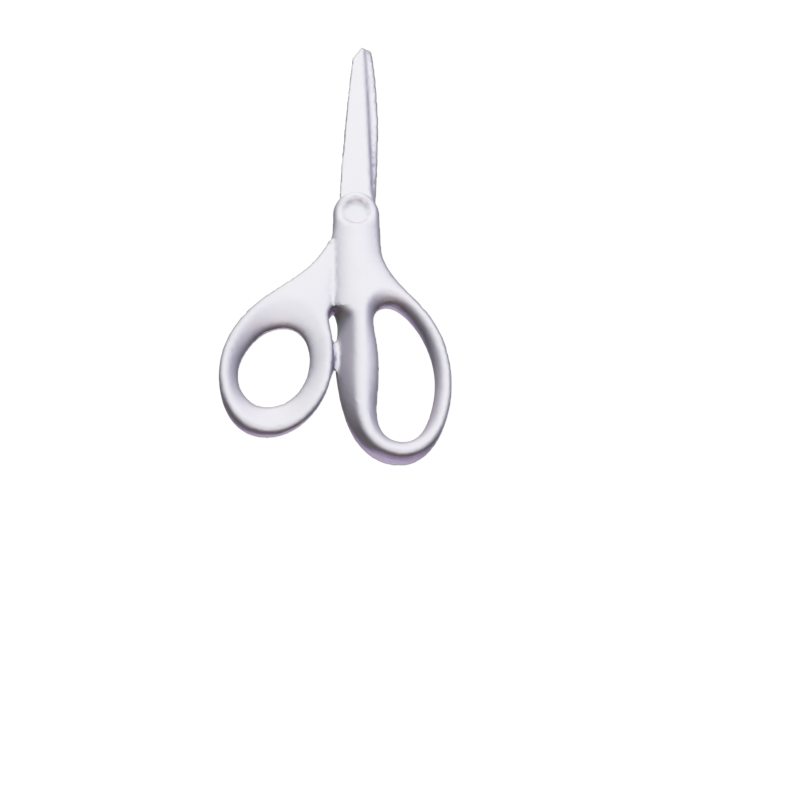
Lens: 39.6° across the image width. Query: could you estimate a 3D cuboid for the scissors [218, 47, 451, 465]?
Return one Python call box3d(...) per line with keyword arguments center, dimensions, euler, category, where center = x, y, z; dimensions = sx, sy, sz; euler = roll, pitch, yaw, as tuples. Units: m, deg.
box3d(center=(-0.036, -0.065, 0.454), dimensions=(0.095, 0.217, 0.015), euler=(-11, -31, -7), category="scissors")
